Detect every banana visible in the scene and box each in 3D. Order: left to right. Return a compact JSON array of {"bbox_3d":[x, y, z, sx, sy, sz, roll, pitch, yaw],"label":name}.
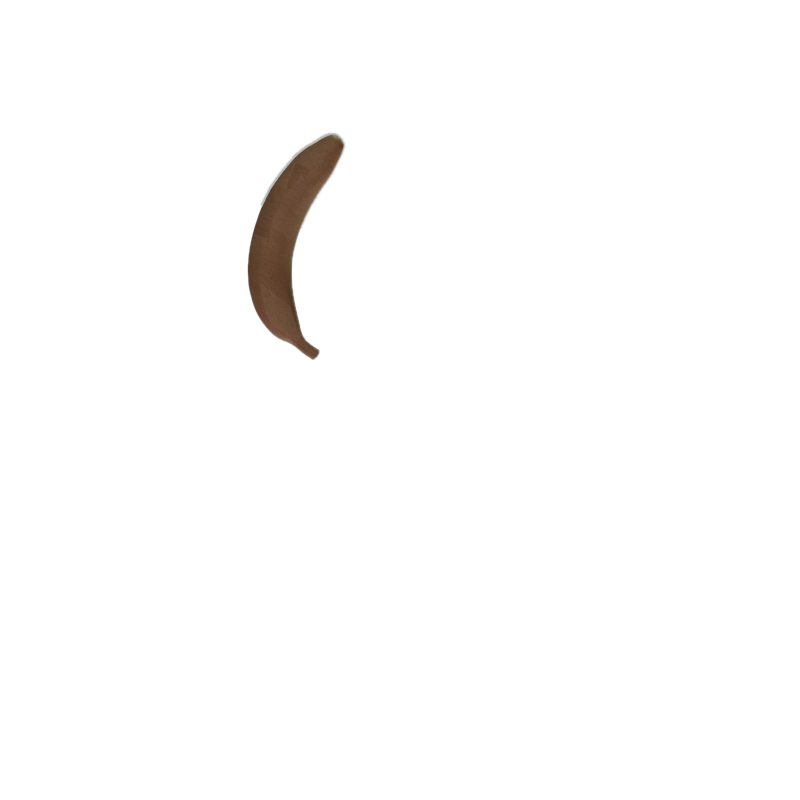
[{"bbox_3d":[-0.092,-0.132,0.934,0.069,0.189,0.038,7,21,-4],"label":"banana"}]
